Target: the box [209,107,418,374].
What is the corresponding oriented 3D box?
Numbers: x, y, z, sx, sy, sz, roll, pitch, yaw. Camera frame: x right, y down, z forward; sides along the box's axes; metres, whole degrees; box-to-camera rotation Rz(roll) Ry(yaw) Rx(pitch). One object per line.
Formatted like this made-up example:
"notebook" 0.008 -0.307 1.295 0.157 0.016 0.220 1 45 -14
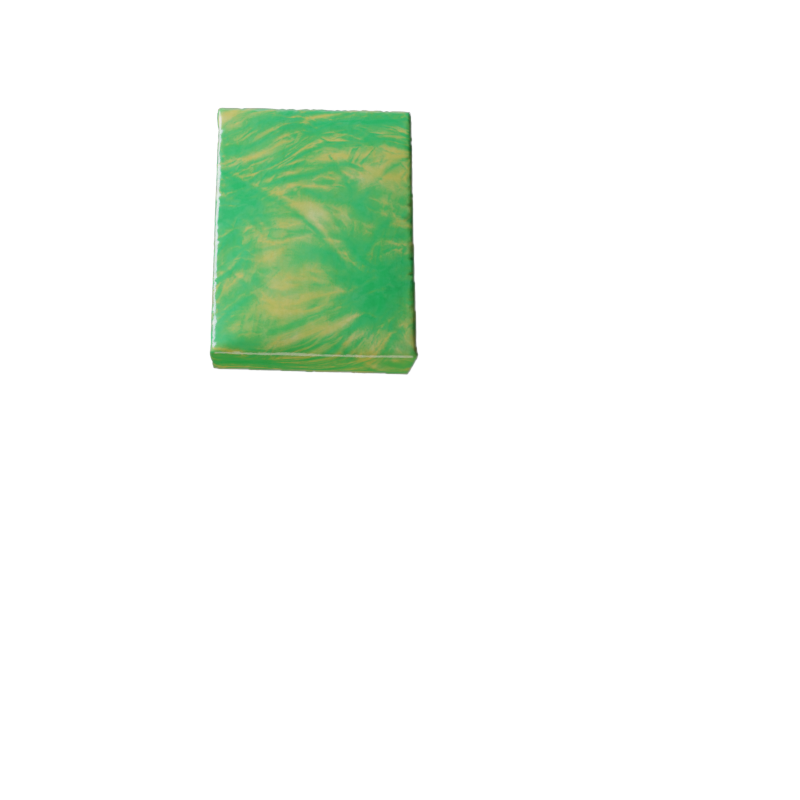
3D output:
"box" -0.072 -0.131 0.920 0.163 0.224 0.069 0 -19 -4
